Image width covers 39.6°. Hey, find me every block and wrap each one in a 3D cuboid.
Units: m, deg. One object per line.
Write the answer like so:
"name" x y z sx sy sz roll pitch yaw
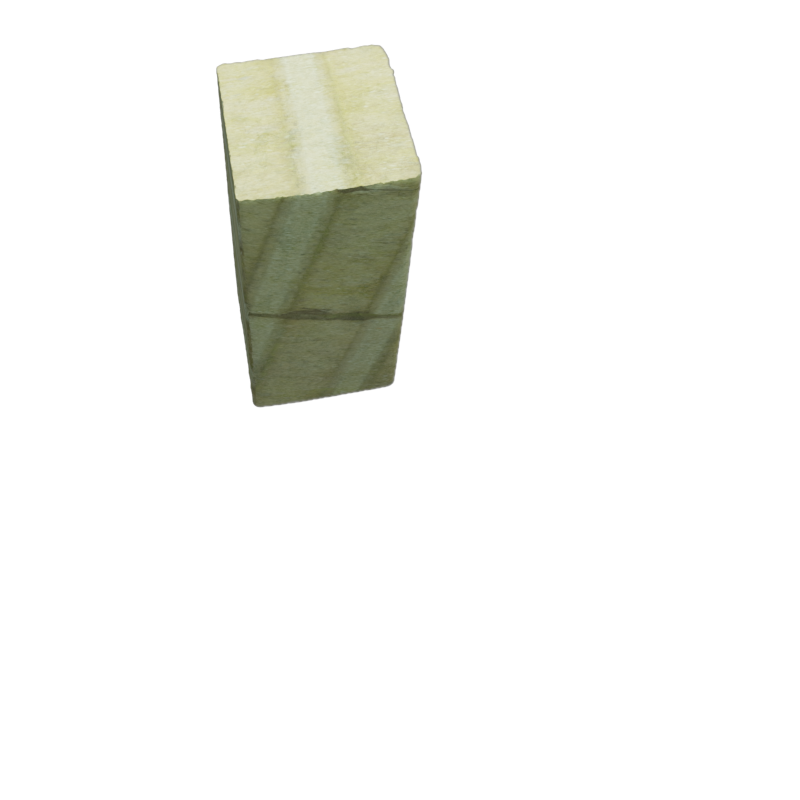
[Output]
"block" -0.048 -0.088 0.619 0.089 0.097 0.193 -8 -30 -8
